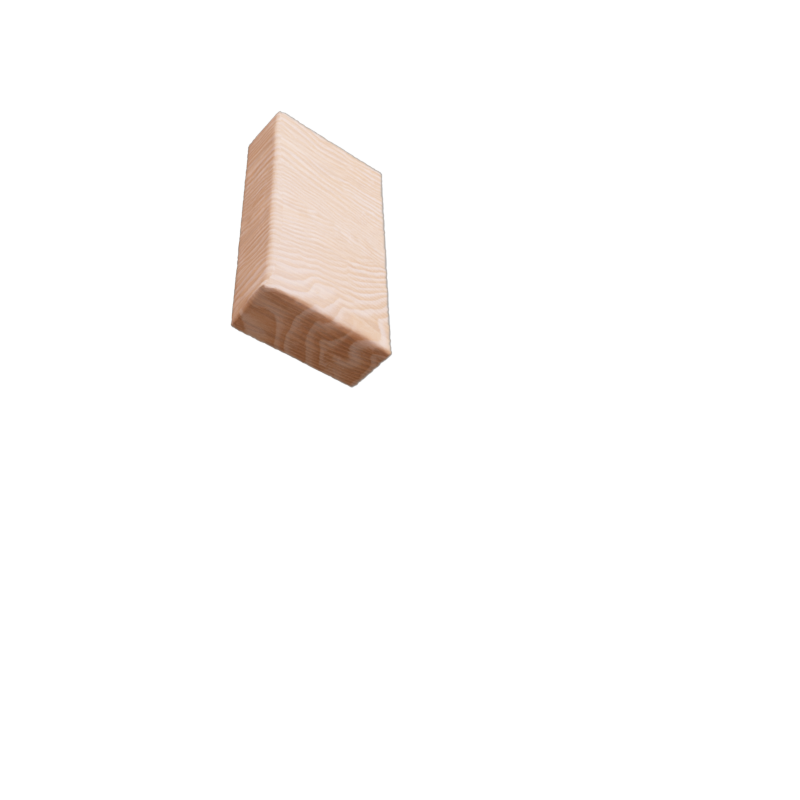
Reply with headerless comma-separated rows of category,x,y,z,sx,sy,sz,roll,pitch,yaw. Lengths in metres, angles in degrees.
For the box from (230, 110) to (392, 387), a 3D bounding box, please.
box,-0.056,-0.101,0.711,0.089,0.189,0.047,27,-54,-26
